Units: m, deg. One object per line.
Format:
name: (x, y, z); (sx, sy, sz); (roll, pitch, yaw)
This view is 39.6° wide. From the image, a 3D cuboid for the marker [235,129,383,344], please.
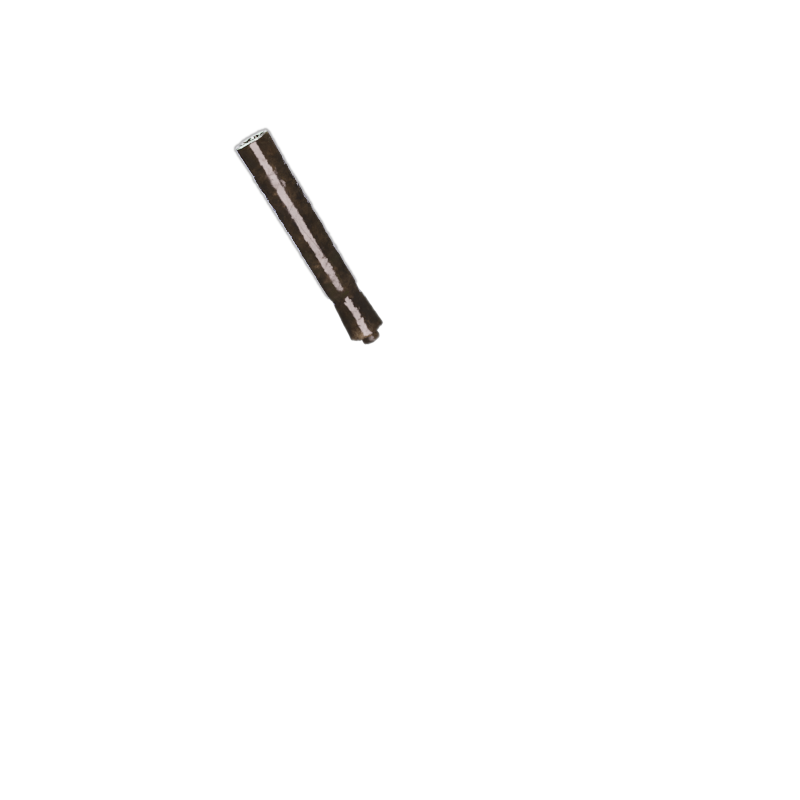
marker: (-0.043, -0.079, 0.555); (0.020, 0.116, 0.020); (-29, 14, 8)
